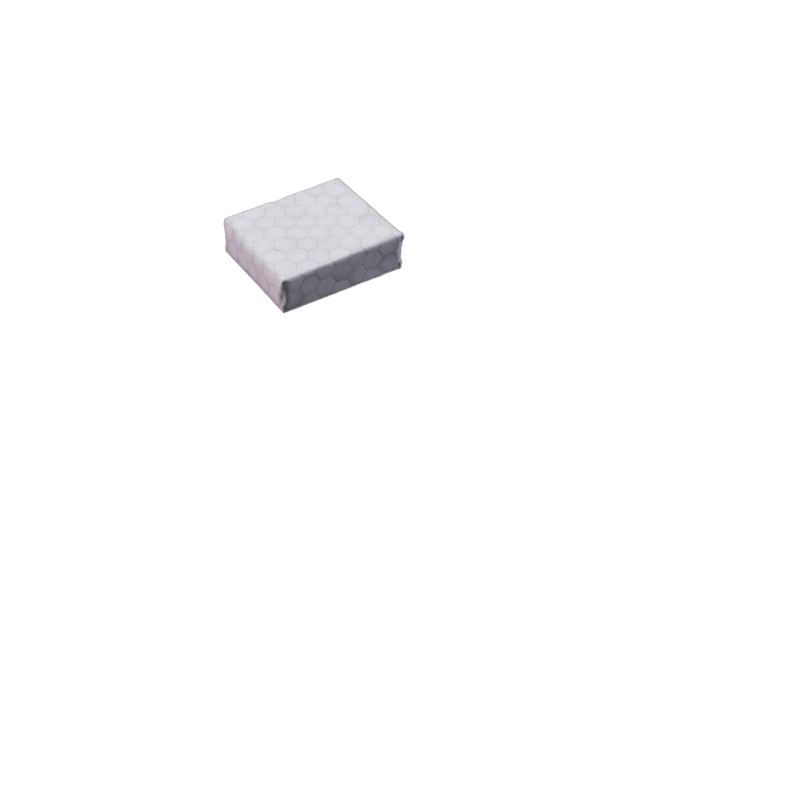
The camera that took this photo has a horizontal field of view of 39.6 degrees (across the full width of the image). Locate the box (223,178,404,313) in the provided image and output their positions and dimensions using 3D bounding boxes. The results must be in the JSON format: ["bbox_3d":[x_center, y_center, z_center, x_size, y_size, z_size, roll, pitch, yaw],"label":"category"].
[{"bbox_3d":[-0.054,-0.098,0.687,0.089,0.028,0.079,-24,47,-24],"label":"box"}]
